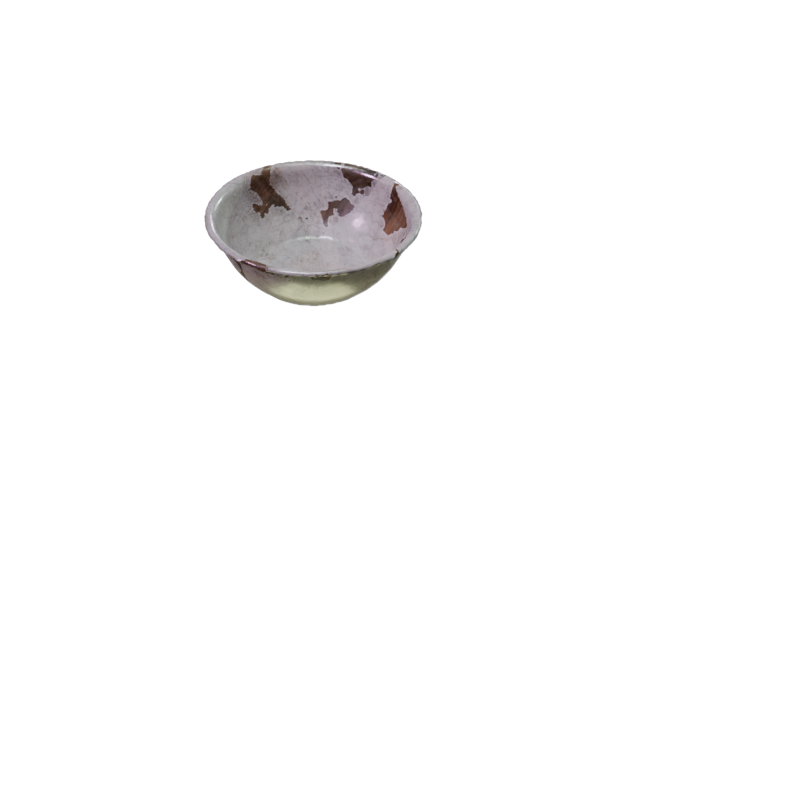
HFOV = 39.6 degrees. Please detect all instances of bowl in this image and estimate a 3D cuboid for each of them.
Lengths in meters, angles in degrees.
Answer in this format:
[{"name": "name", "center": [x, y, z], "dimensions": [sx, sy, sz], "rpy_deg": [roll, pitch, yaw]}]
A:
[{"name": "bowl", "center": [-0.066, -0.120, 0.838], "dimensions": [0.162, 0.051, 0.174], "rpy_deg": [-1, 39, -2]}]
